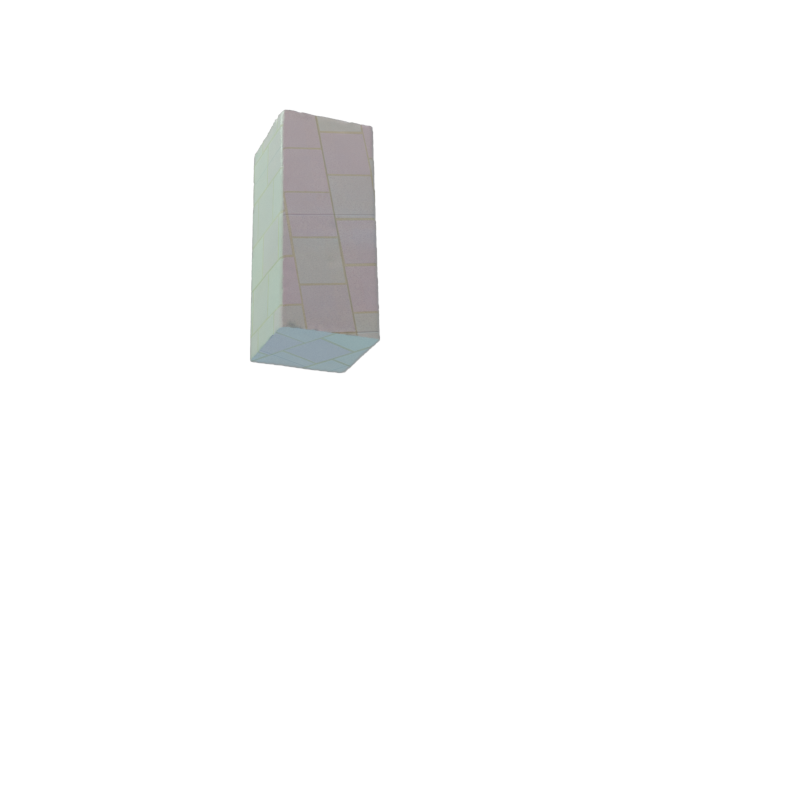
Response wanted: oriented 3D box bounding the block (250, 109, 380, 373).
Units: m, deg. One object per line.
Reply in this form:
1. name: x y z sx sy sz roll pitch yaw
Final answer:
1. block: -0.077 -0.140 0.978 0.087 0.218 0.088 8 -26 -20
